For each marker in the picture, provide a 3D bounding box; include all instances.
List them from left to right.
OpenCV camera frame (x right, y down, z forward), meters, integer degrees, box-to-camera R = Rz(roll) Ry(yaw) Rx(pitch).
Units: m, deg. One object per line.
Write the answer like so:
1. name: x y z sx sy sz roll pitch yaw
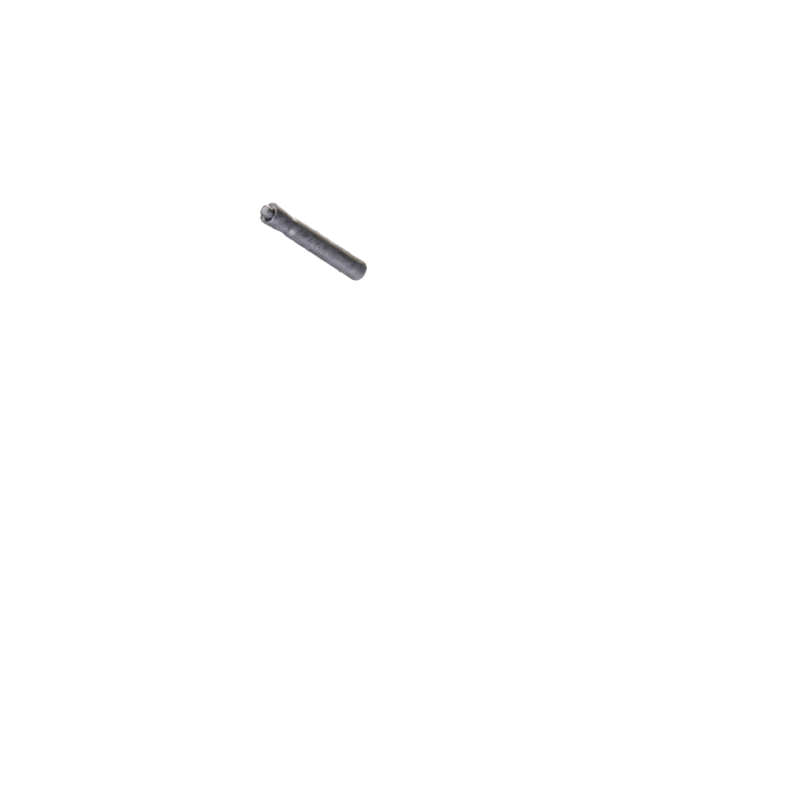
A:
1. marker: -0.072 -0.132 0.923 0.021 0.020 0.113 4 -19 45
